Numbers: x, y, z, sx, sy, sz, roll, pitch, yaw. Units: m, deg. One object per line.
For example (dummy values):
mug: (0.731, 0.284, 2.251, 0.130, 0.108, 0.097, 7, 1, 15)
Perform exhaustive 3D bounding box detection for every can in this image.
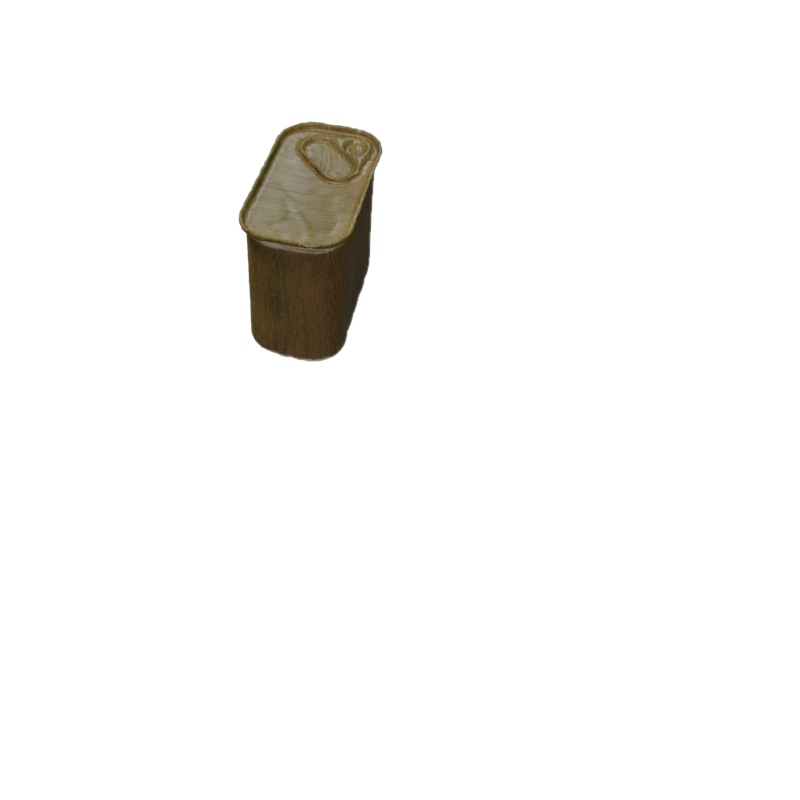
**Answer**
can: (-0.046, -0.084, 0.589, 0.058, 0.078, 0.108, 10, 45, 7)
